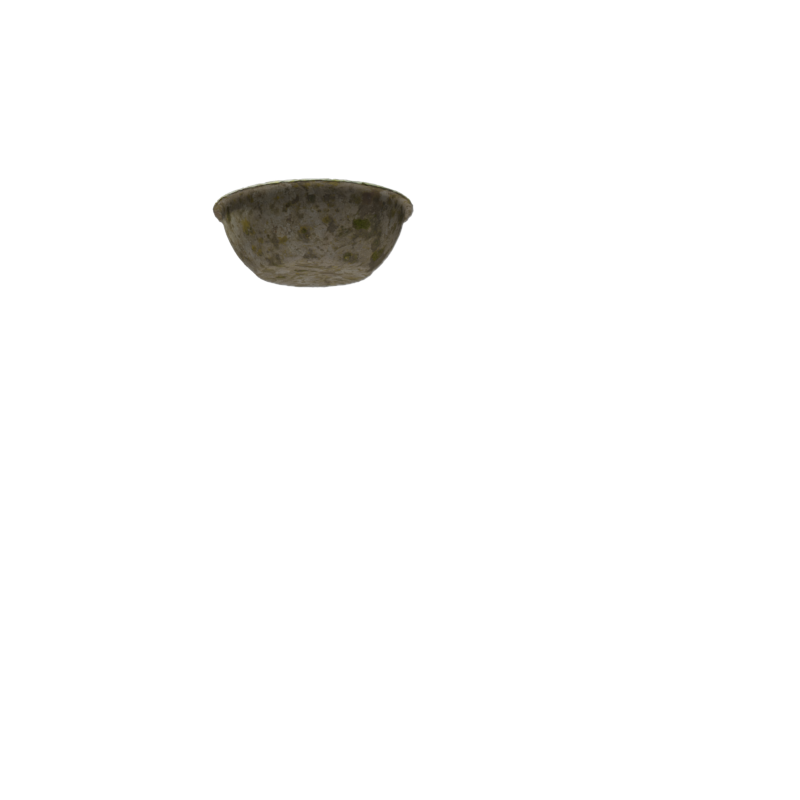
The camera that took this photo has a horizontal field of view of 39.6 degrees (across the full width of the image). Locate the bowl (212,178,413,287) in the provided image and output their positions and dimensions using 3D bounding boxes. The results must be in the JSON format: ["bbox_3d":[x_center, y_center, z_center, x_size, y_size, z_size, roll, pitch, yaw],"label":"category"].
[{"bbox_3d":[-0.069,-0.126,0.884,0.162,0.057,0.158,0,-8,-2],"label":"bowl"}]
